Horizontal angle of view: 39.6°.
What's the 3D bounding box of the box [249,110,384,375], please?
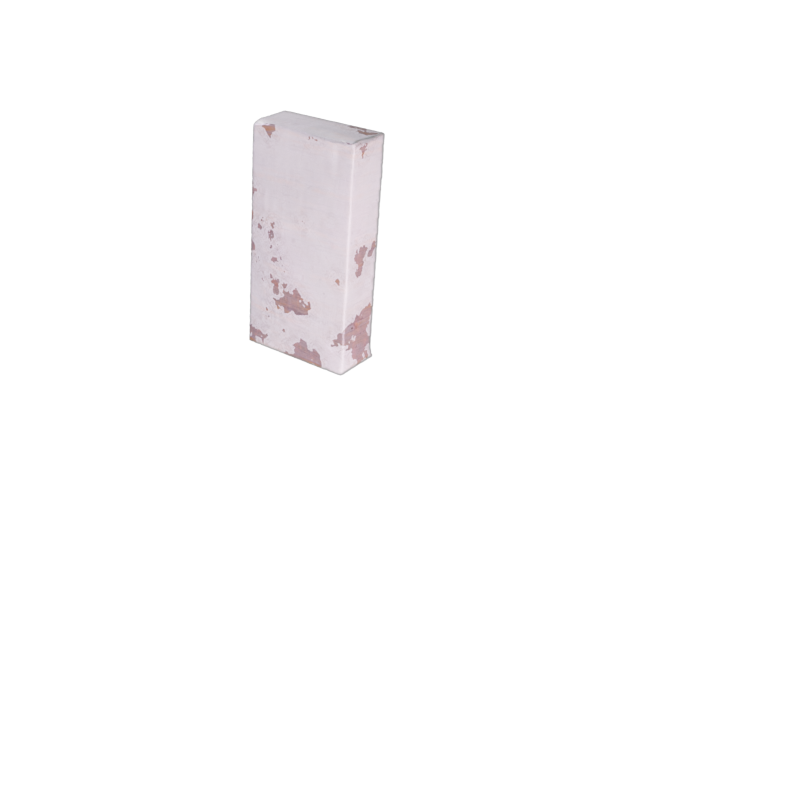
[{"bbox_3d":[-0.064,-0.116,0.811,0.098,0.167,0.048,18,29,32],"label":"box"}]
